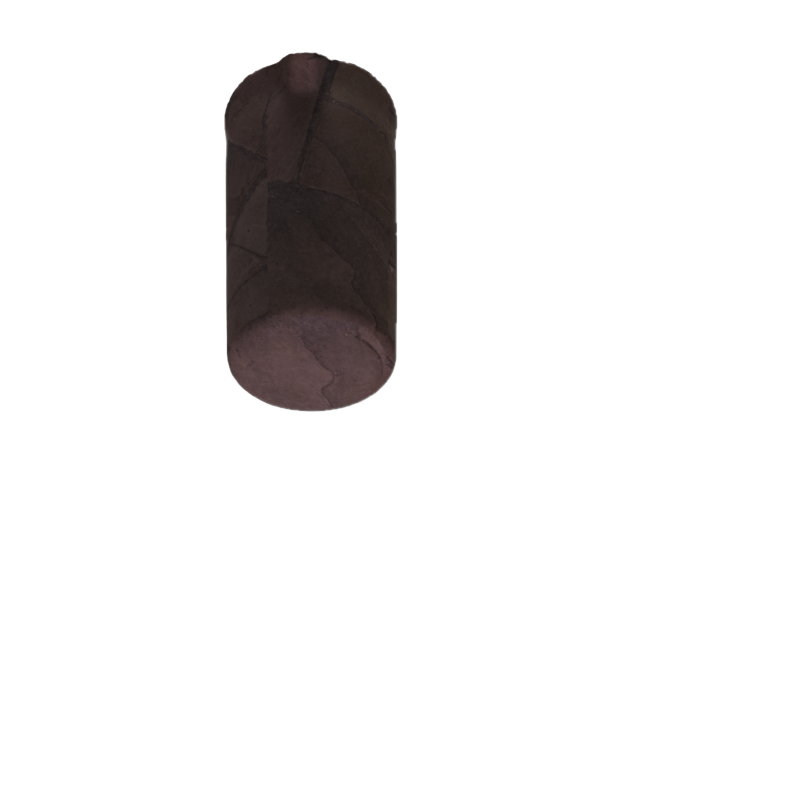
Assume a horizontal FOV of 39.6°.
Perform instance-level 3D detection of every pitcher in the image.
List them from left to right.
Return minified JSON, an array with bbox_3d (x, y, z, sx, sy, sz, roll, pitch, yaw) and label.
[{"bbox_3d":[-0.062,-0.112,0.786,0.140,0.261,0.144,30,-49,-34],"label":"pitcher"}]
